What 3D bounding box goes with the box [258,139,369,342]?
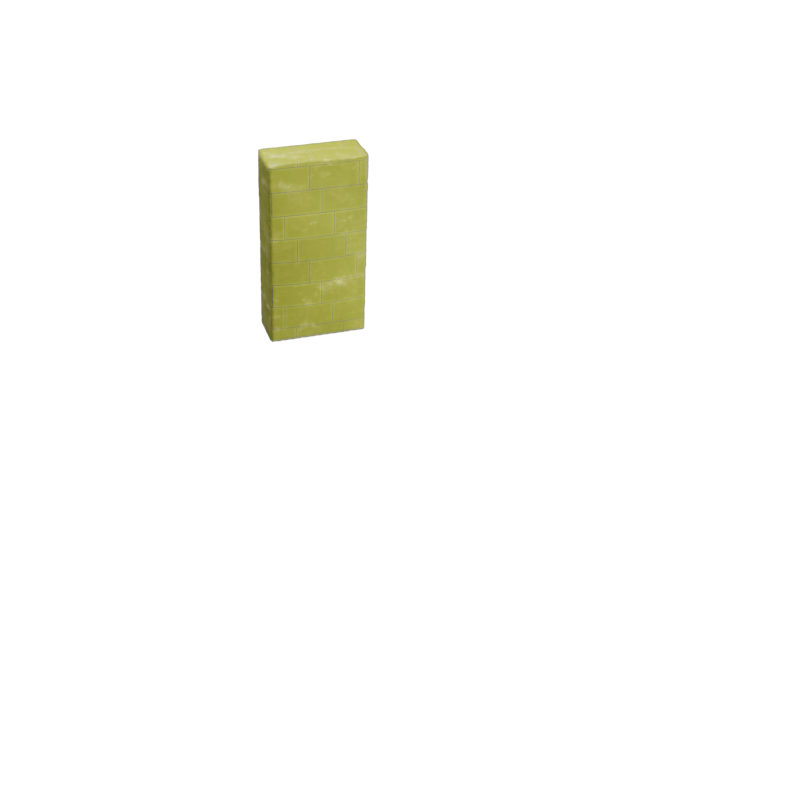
[{"bbox_3d":[-0.078,-0.142,0.997,0.092,0.166,0.052,-8,33,-16],"label":"box"}]
